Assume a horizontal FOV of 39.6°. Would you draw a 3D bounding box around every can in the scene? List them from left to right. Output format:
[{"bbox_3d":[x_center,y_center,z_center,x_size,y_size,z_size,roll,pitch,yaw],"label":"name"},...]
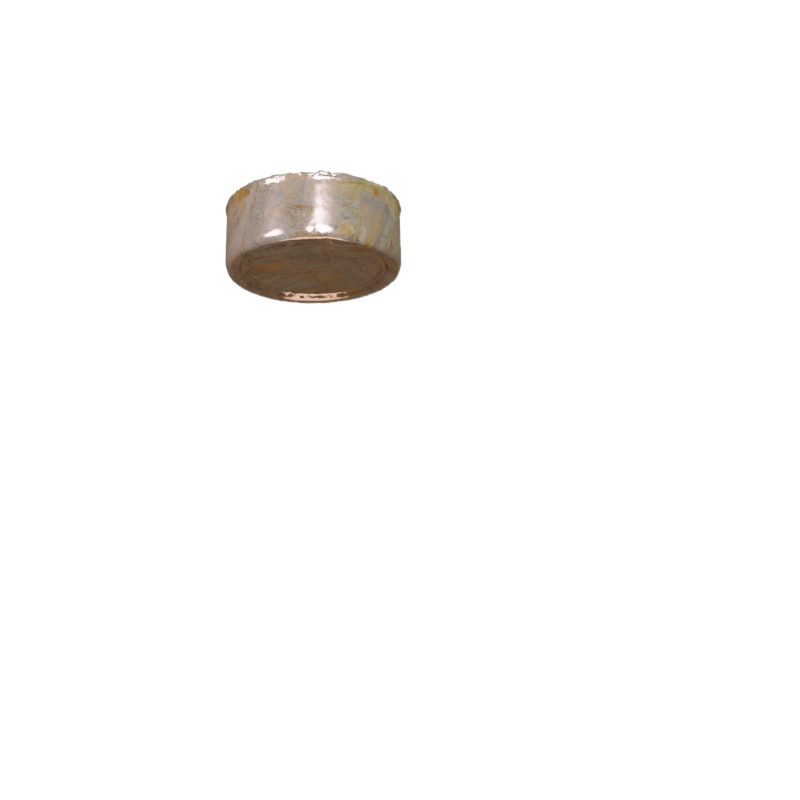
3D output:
[{"bbox_3d":[-0.042,-0.077,0.536,0.086,0.035,0.082,0,-18,-2],"label":"can"}]
